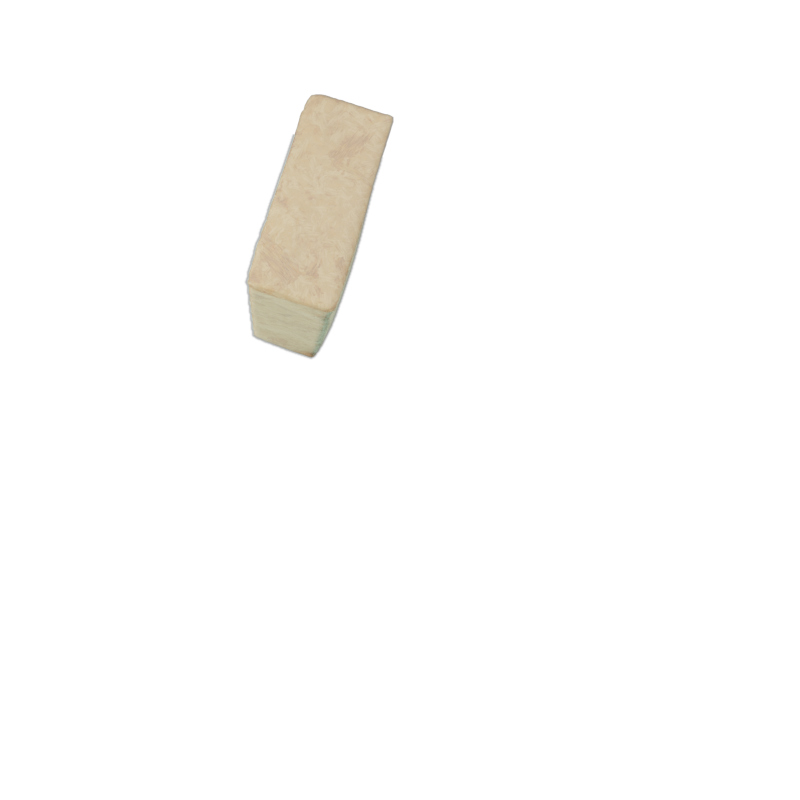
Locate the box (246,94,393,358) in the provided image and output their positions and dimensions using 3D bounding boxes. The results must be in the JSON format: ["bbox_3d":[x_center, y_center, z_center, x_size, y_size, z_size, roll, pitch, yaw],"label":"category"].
[{"bbox_3d":[-0.044,-0.079,0.554,0.048,0.095,0.172,17,-8,-2],"label":"box"}]
